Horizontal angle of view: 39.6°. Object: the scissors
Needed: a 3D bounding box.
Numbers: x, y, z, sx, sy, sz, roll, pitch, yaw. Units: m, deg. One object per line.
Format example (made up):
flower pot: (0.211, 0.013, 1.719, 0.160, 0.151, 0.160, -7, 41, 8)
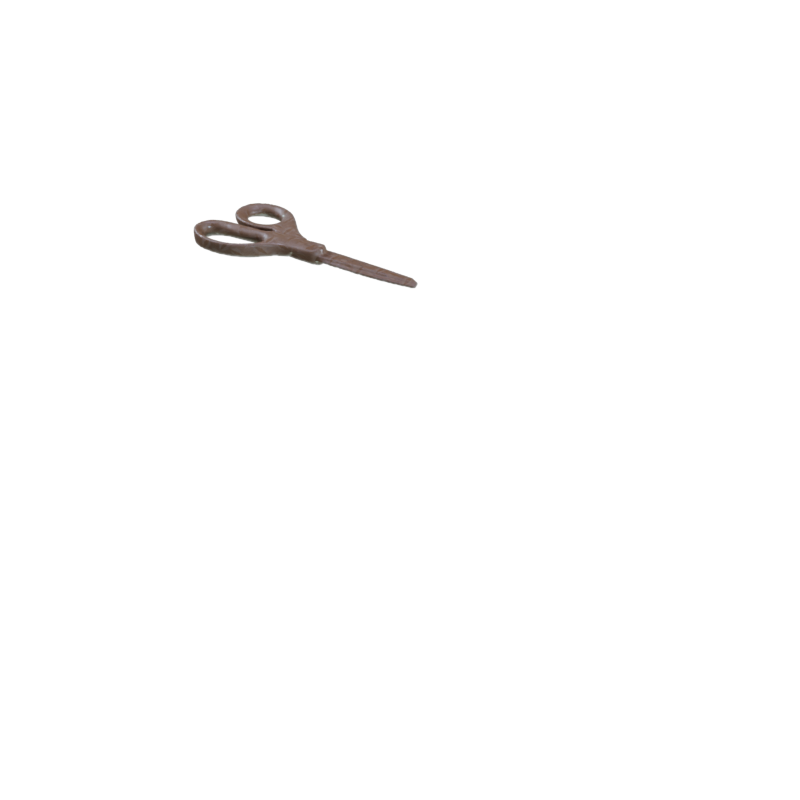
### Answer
scissors: (-0.072, -0.132, 0.921, 0.207, 0.015, 0.099, 11, 34, 16)
